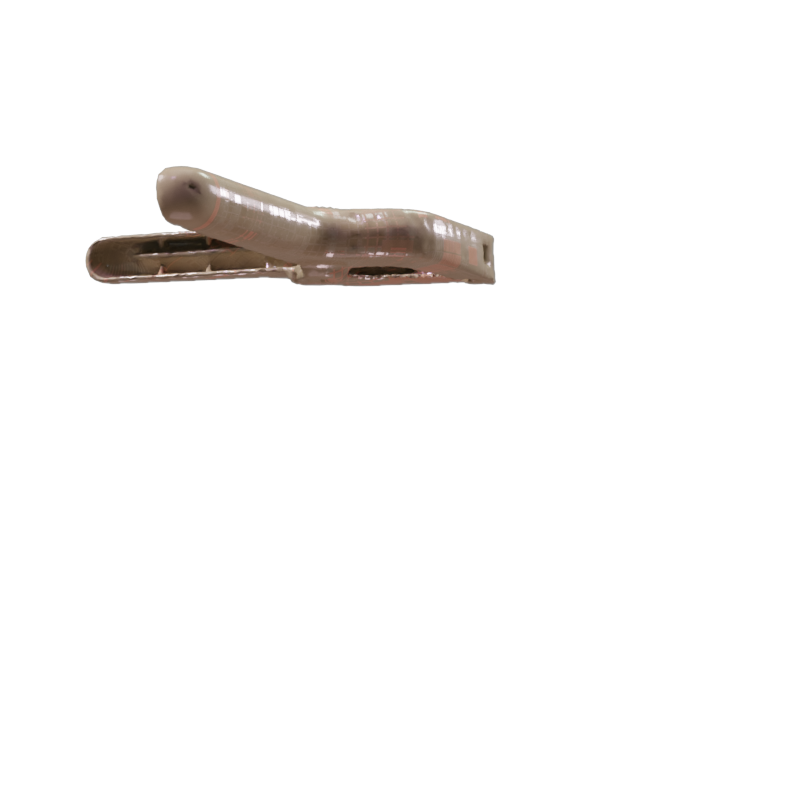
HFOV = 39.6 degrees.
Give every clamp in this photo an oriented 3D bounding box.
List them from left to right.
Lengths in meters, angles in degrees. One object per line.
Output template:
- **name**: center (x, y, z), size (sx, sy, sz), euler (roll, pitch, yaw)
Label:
- **clamp**: center (-0.043, -0.078, 0.545), size (0.205, 0.037, 0.165), euler (1, -4, -17)
